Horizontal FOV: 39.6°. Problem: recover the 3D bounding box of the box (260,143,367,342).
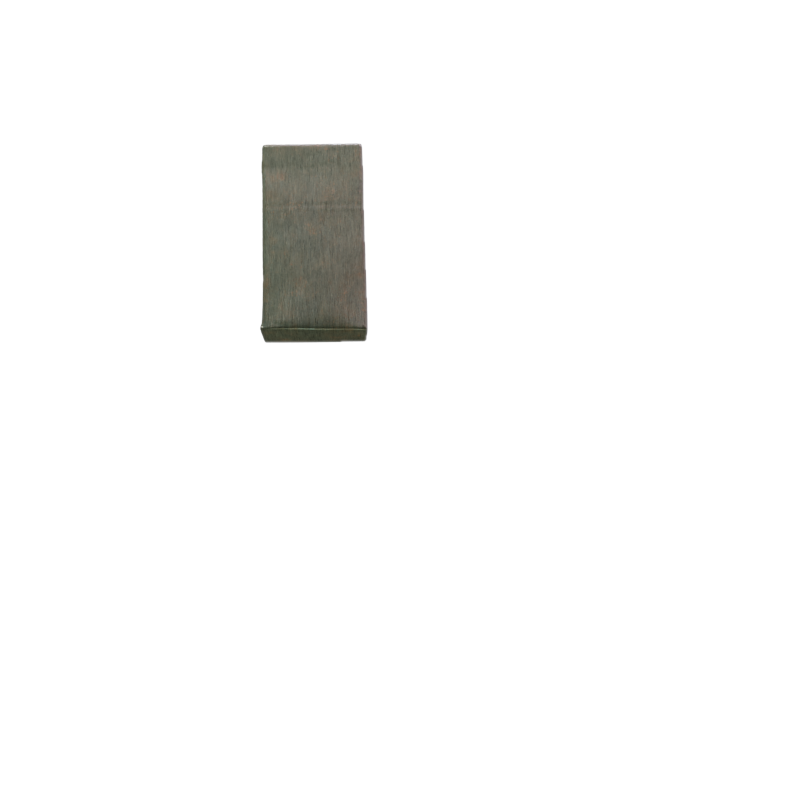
[{"bbox_3d":[-0.077,-0.141,0.990,0.093,0.185,0.046,-1,-21,-1],"label":"box"}]
